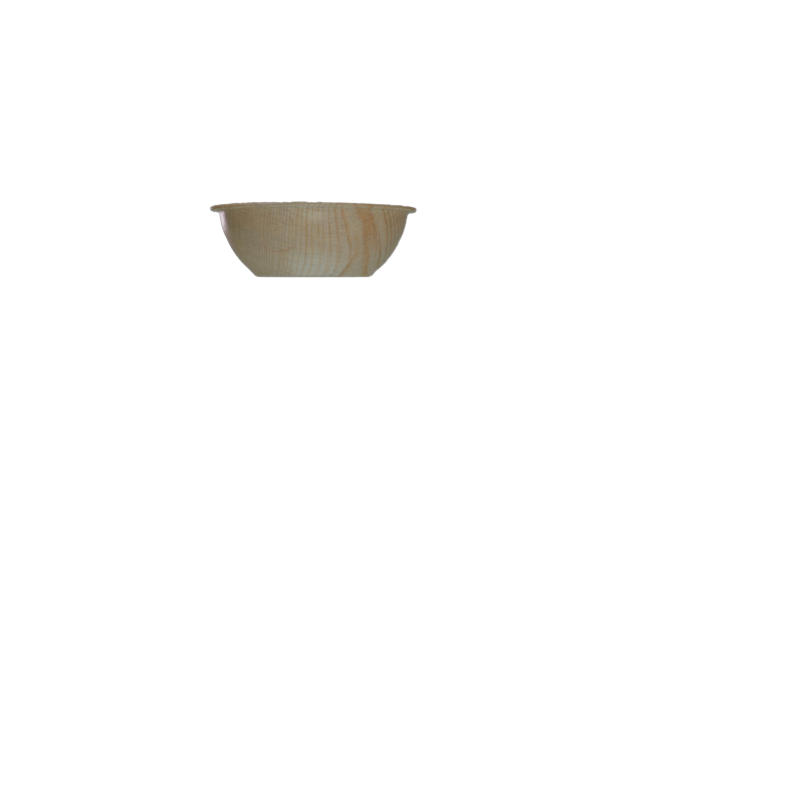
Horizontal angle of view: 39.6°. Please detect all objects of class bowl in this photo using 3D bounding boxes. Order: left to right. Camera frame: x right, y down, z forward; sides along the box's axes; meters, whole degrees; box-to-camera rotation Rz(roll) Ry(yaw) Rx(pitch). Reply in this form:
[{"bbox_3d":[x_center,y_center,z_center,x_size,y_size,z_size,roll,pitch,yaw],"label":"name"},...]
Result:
[{"bbox_3d":[-0.068,-0.123,0.864,0.162,0.055,0.163,0,6,-2],"label":"bowl"}]
